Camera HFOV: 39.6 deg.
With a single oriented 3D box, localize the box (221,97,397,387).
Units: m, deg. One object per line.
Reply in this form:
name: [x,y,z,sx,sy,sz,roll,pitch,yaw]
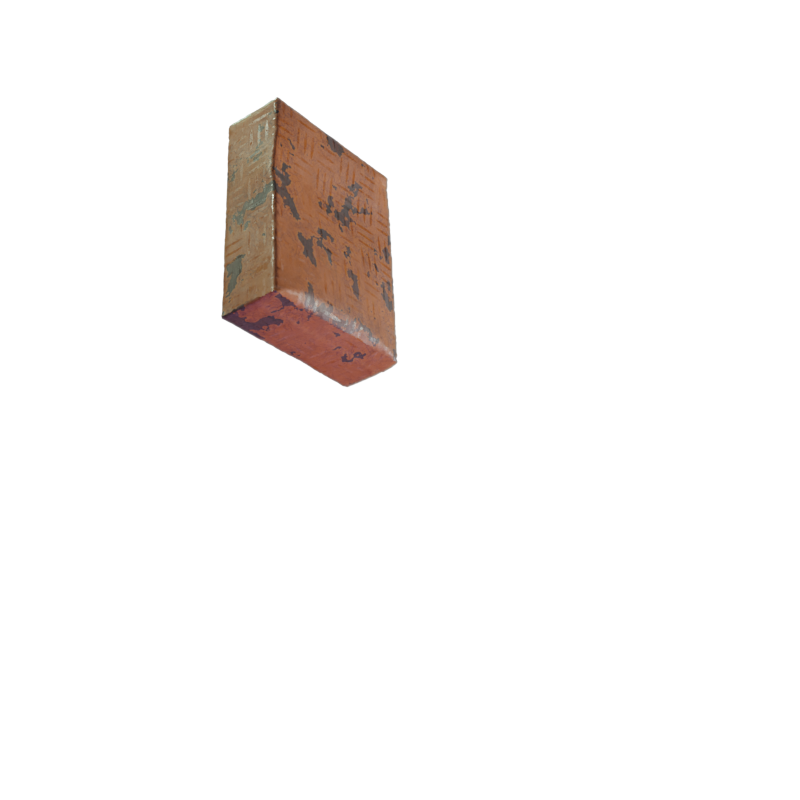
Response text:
box: [-0.078,-0.142,0.997,0.072,0.228,0.153,-26,-39,32]
